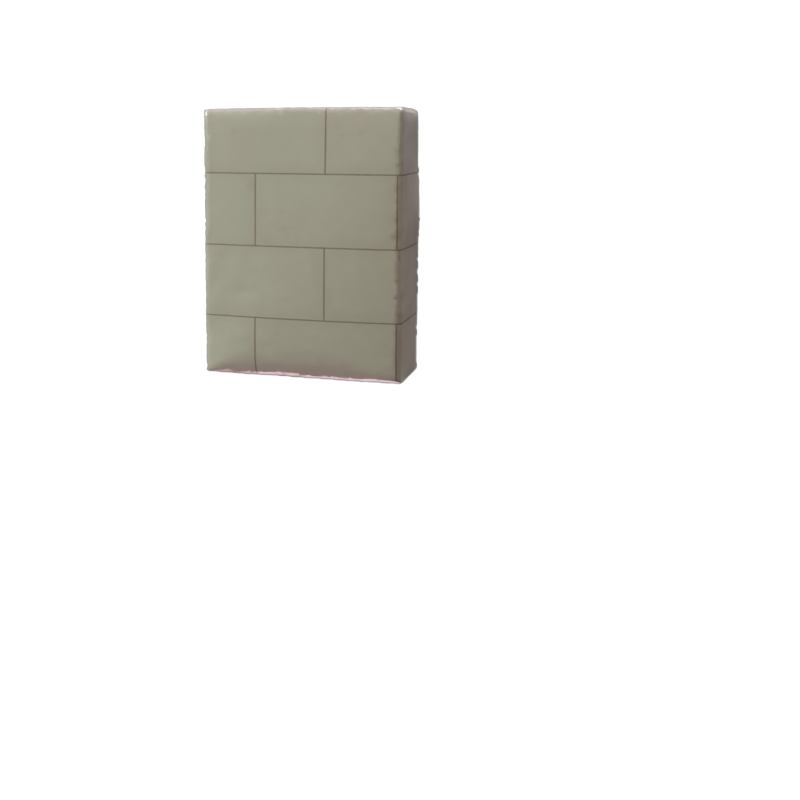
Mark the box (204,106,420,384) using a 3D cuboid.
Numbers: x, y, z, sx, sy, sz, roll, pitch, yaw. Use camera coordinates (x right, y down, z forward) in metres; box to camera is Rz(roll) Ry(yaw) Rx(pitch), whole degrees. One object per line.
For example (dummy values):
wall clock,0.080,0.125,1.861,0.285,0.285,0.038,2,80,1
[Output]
box,-0.070,-0.128,0.893,0.168,0.211,0.071,3,7,16
